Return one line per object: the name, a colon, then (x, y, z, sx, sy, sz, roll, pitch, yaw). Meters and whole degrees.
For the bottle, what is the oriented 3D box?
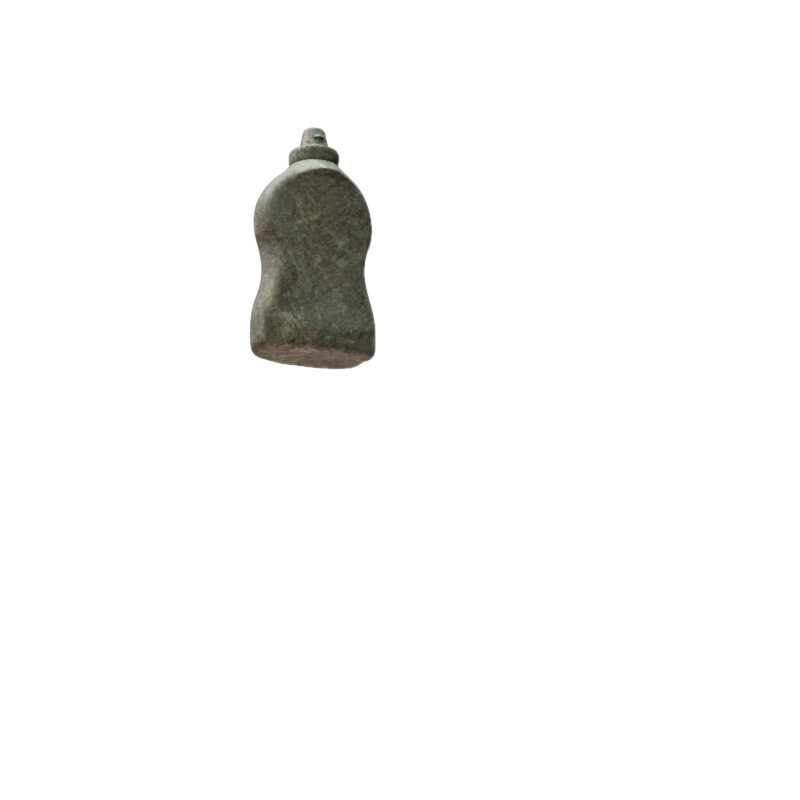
bottle: (-0.068, -0.125, 0.872, 0.093, 0.201, 0.058, 7, -21, -24)
